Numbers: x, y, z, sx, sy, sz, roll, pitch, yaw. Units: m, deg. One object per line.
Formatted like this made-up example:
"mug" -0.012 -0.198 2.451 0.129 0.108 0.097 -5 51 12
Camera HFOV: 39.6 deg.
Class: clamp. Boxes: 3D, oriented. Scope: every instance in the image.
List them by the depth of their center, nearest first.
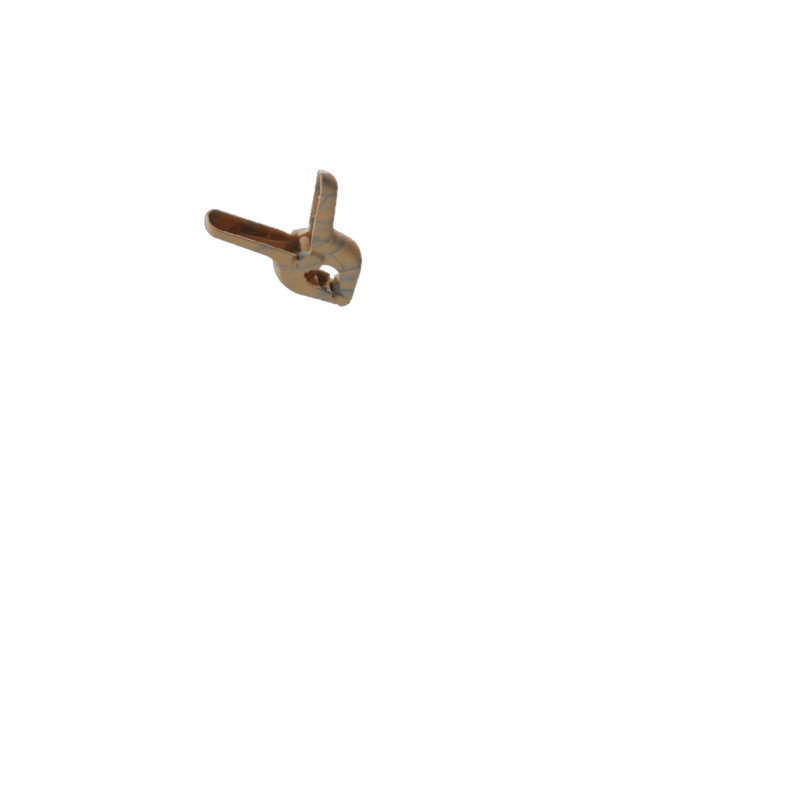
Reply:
"clamp" -0.076 -0.139 0.970 0.122 0.042 0.159 -16 -30 29
